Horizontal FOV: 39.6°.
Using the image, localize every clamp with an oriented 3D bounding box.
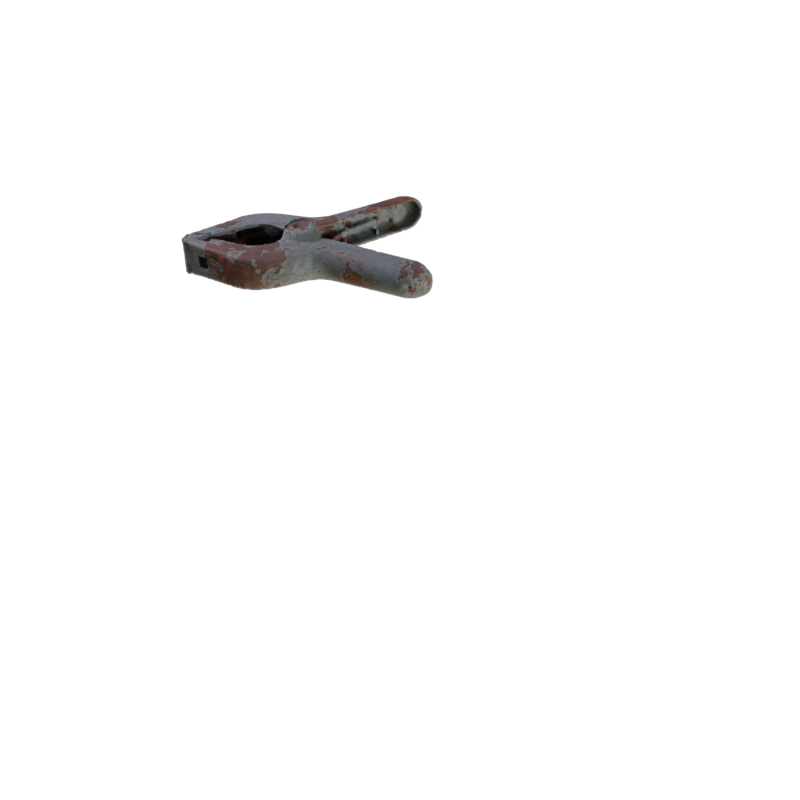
[{"bbox_3d":[-0.060,-0.109,0.760,0.174,0.037,0.125,4,28,8],"label":"clamp"}]
